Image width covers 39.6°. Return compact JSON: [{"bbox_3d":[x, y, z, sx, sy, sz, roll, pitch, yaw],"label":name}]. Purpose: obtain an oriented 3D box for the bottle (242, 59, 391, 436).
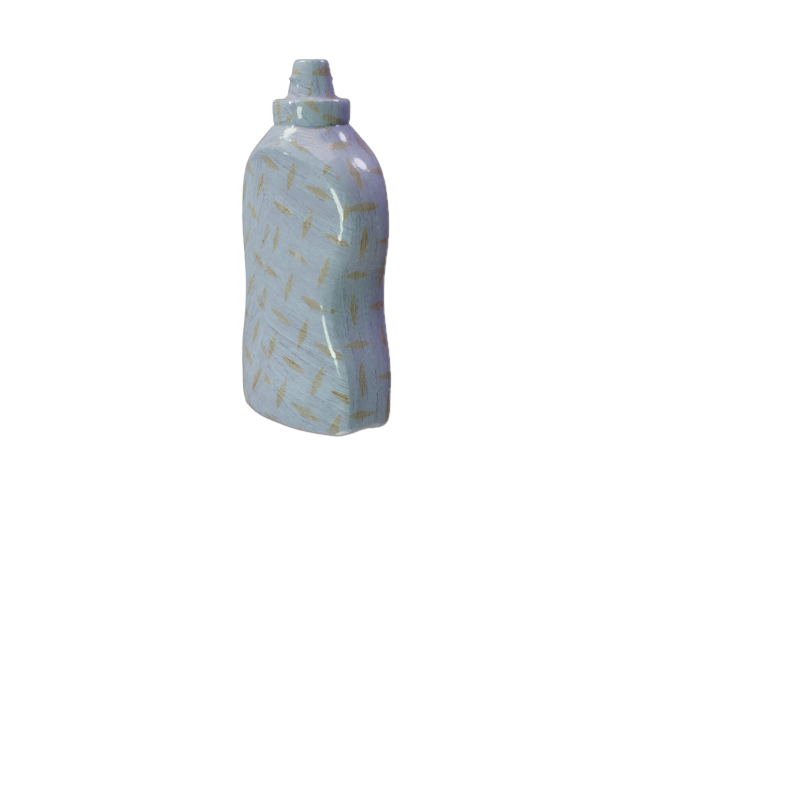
[{"bbox_3d":[-0.047,-0.084,0.590,0.057,0.188,0.101,-6,12,-38],"label":"bottle"}]
